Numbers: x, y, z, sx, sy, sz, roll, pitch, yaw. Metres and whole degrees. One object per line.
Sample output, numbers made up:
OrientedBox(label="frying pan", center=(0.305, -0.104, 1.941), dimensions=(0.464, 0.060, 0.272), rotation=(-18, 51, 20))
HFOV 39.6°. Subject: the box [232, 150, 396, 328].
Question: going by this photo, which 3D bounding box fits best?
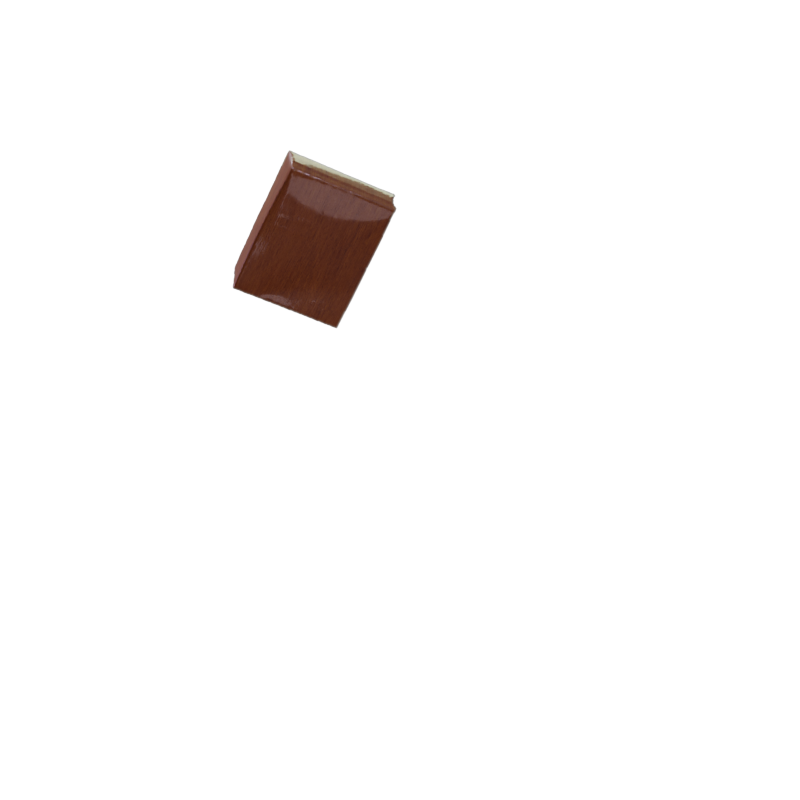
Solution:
OrientedBox(label="box", center=(-0.066, -0.121, 0.846), dimensions=(0.088, 0.110, 0.041), rotation=(22, 26, -13))
